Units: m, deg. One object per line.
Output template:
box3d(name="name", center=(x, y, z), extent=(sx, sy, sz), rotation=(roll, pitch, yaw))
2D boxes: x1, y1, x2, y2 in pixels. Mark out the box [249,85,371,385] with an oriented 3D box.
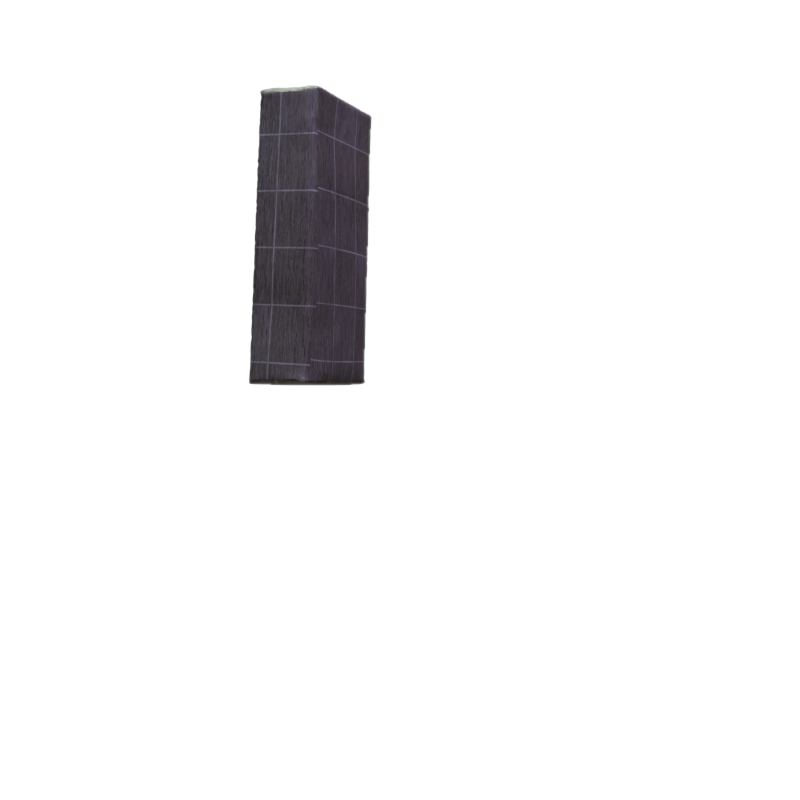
box3d(name="box", center=(-0.054, -0.098, 0.687), extent=(0.049, 0.179, 0.090), rotation=(-3, -6, 20))
